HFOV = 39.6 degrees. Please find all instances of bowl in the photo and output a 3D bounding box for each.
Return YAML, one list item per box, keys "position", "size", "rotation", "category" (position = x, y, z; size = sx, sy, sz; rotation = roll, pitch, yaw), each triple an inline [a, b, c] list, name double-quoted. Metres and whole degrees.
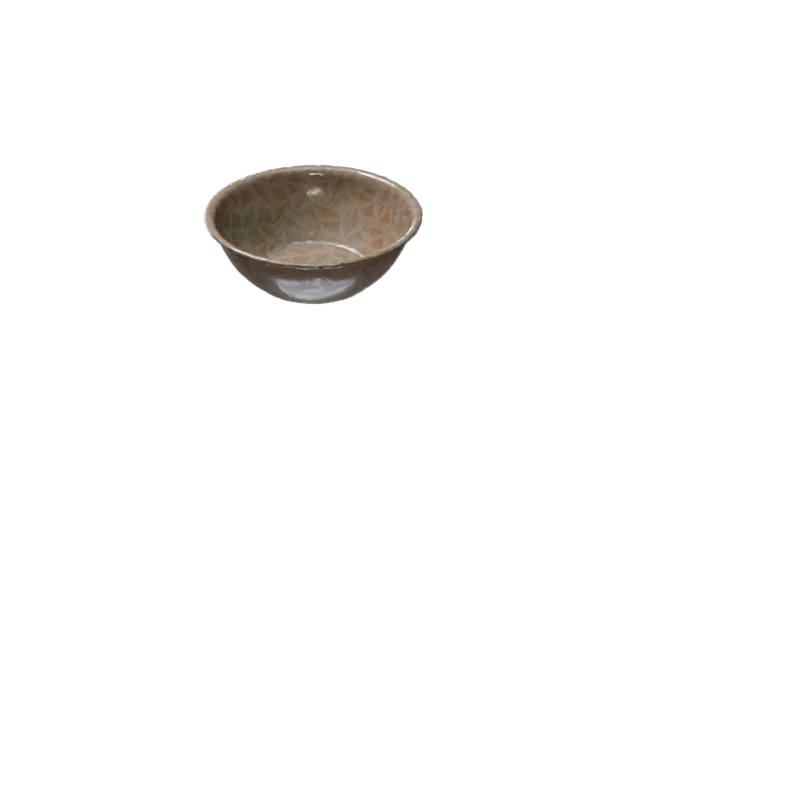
- position: [-0.065, -0.119, 0.831]
  size: [0.162, 0.052, 0.173]
  rotation: [-1, 35, -2]
  category: "bowl"
